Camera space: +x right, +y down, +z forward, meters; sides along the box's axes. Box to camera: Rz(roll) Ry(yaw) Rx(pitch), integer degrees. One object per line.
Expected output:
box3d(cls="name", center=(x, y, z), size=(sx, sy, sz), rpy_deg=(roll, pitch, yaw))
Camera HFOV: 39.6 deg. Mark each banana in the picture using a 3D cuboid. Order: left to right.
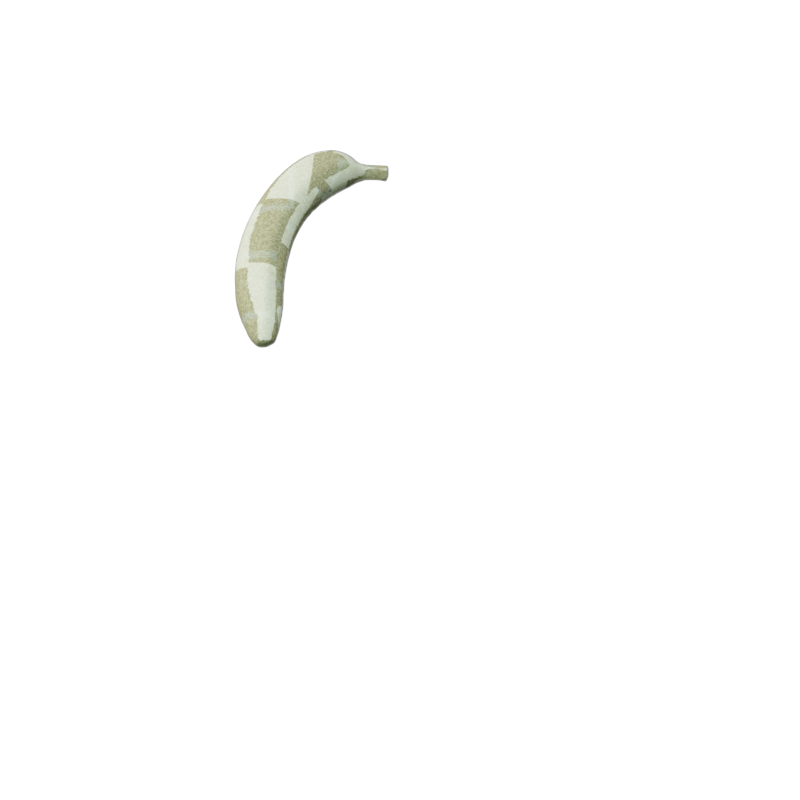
box3d(cls="banana", center=(-0.078, -0.126, 0.815), size=(0.072, 0.205, 0.034), rpy_deg=(21, -34, 14))
